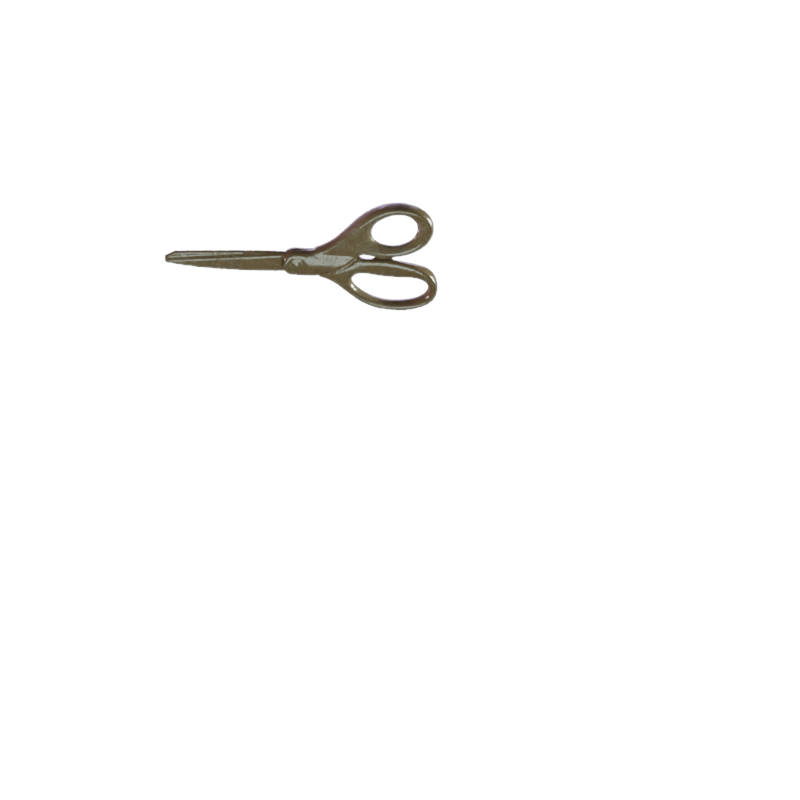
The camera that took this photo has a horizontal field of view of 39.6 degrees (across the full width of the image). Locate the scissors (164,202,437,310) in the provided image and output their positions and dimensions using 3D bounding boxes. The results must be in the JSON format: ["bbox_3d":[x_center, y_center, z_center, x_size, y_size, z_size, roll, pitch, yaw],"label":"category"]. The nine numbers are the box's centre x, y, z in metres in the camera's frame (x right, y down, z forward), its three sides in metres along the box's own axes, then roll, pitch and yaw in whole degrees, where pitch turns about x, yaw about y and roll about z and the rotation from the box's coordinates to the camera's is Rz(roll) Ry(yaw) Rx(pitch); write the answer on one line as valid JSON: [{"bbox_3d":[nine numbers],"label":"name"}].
[{"bbox_3d":[-0.064,-0.116,0.811,0.198,0.092,0.017,15,31,-9],"label":"scissors"}]
